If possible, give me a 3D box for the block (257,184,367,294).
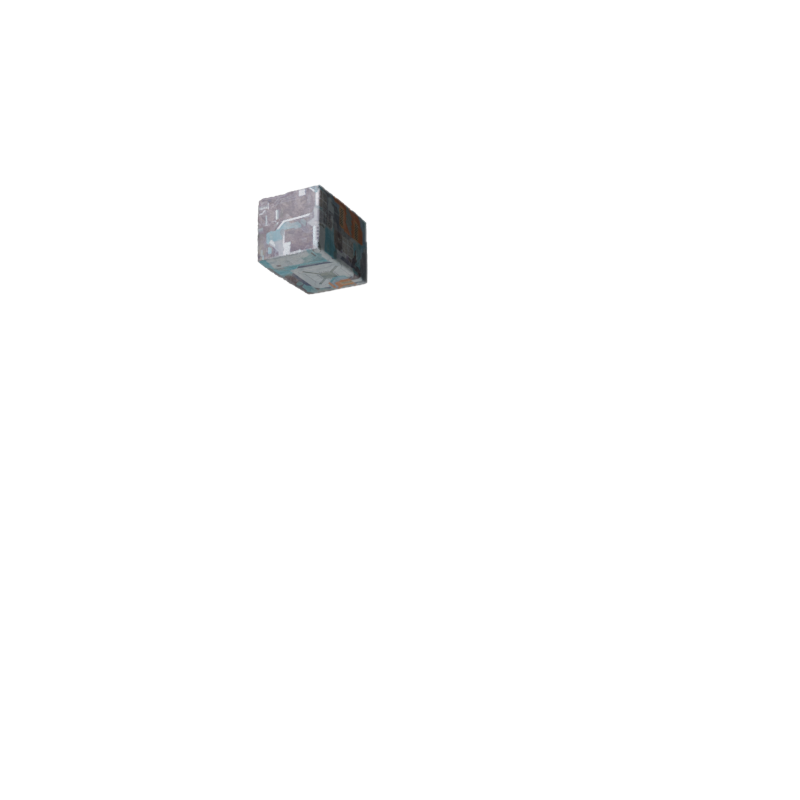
[{"bbox_3d":[-0.064,-0.117,0.816,0.054,0.054,0.073,-10,-20,25],"label":"block"}]
